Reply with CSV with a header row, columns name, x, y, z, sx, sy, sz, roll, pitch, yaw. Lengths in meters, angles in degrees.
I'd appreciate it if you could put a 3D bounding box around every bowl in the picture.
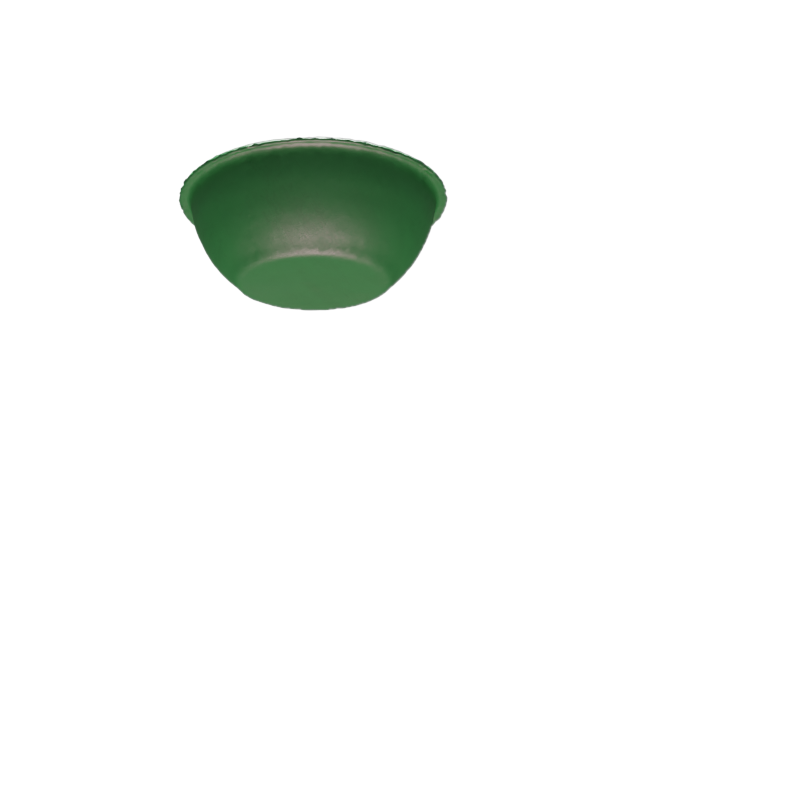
name,x,y,z,sx,sy,sz,roll,pitch,yaw
bowl,-0.052,-0.094,0.661,0.162,0.058,0.155,0,-17,-2
